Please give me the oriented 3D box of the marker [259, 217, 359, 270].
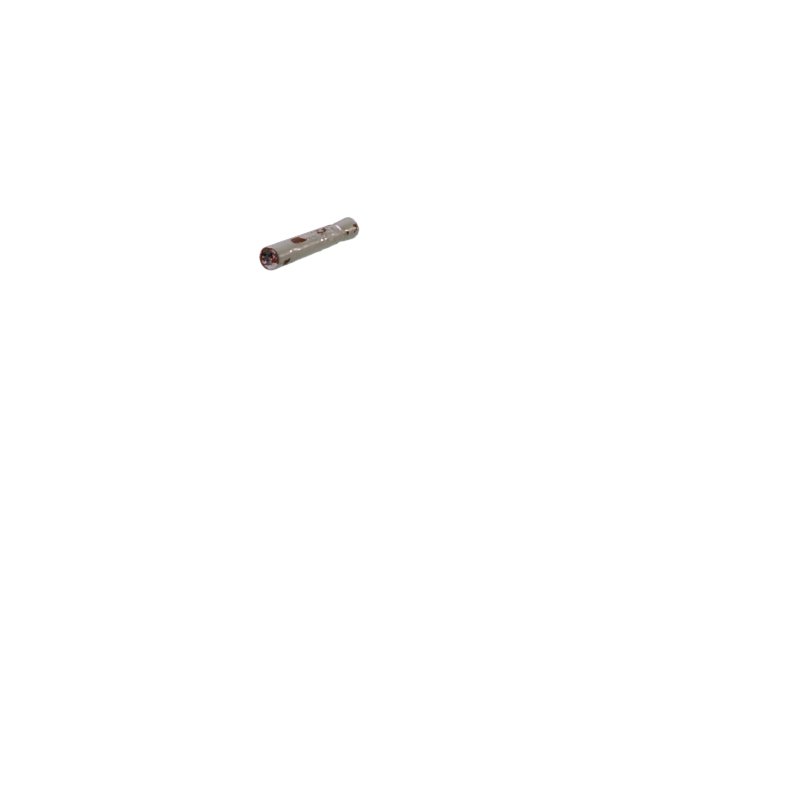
[{"bbox_3d":[-0.069,-0.125,0.875,0.020,0.019,0.121,2,20,31],"label":"marker"}]
